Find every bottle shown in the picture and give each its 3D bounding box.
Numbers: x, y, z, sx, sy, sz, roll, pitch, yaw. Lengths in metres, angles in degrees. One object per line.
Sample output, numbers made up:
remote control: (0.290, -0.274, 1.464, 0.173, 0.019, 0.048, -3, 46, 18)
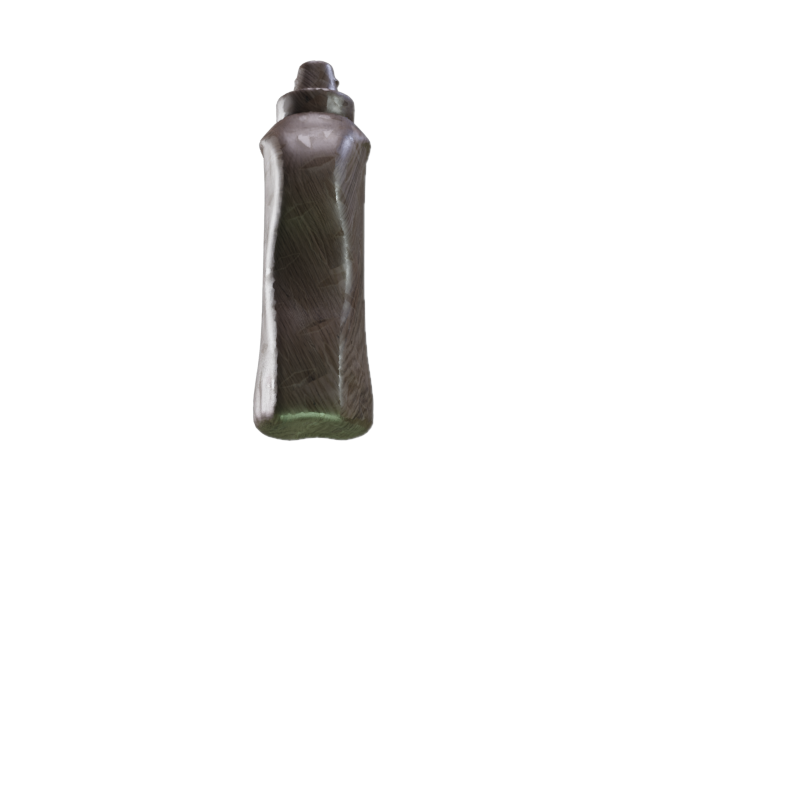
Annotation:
bottle: (-0.043, -0.080, 0.557, 0.059, 0.199, 0.092, -1, -14, 1)
